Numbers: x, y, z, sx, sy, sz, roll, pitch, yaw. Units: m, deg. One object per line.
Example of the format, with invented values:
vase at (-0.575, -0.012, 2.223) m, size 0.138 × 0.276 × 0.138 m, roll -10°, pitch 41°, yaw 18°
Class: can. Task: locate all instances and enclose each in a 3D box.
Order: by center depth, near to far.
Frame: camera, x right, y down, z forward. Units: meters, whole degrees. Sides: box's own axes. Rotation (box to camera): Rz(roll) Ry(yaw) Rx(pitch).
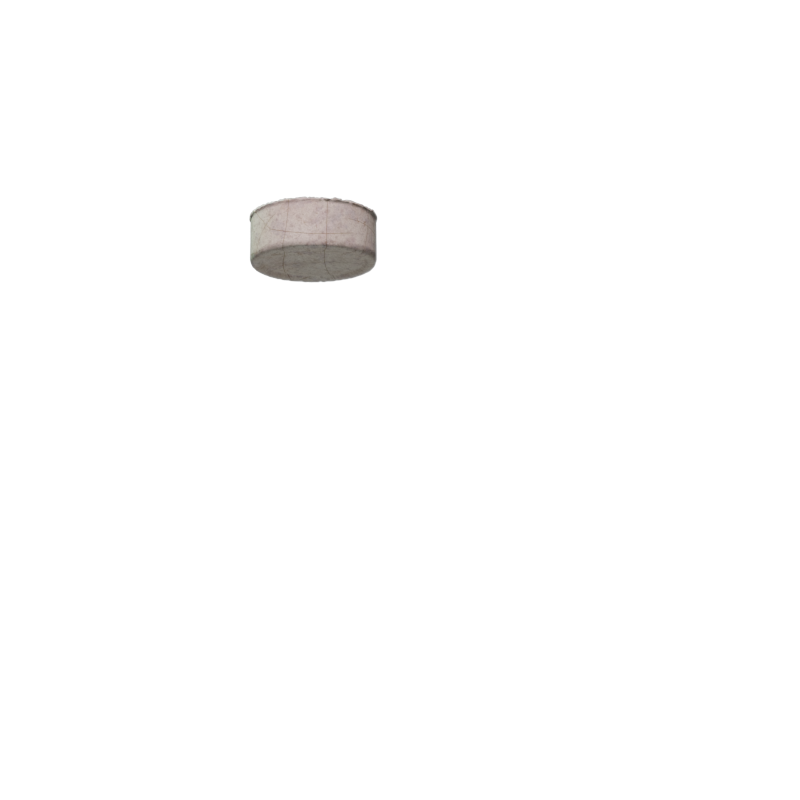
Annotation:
can at (-0.058, -0.106, 0.739) m, size 0.086 × 0.035 × 0.083 m, roll 0°, pitch -11°, yaw -2°
